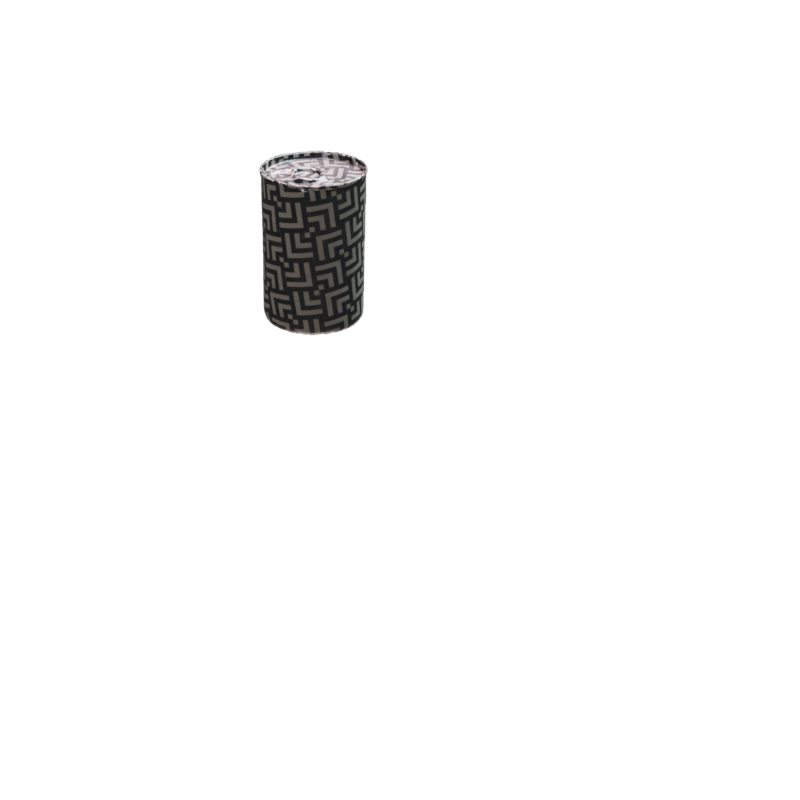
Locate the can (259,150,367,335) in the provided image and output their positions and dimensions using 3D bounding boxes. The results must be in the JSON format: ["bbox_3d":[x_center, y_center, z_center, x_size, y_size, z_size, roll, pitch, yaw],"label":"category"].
[{"bbox_3d":[-0.056,-0.102,0.714,0.068,0.097,0.072,0,26,-2],"label":"can"}]
